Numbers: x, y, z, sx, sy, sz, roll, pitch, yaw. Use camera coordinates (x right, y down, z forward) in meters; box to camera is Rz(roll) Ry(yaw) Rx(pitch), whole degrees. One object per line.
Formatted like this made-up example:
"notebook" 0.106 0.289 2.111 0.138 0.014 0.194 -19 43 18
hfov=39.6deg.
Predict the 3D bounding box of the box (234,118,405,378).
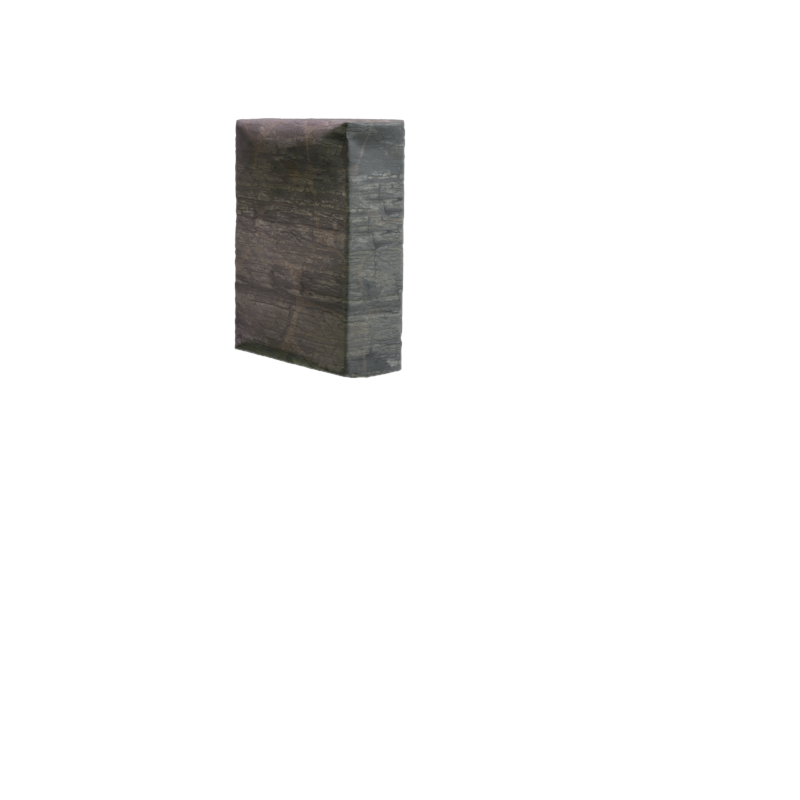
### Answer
"box" -0.076 -0.138 0.967 0.070 0.210 0.173 -6 11 -40
